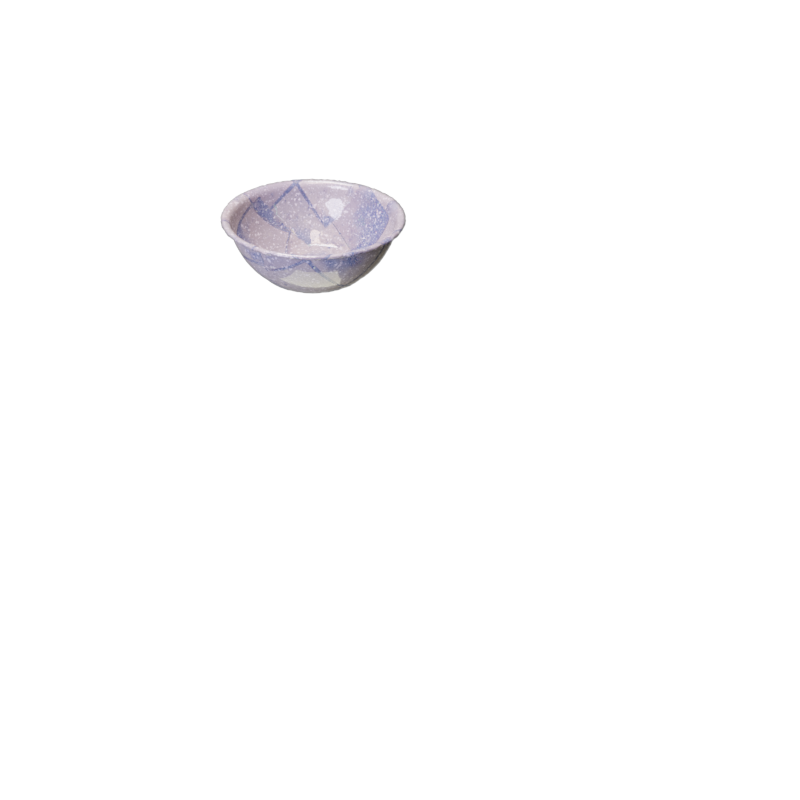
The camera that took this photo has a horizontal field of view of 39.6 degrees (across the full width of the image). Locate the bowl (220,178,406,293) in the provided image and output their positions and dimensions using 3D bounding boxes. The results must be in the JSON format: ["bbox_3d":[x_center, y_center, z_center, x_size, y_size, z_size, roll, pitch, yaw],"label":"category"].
[{"bbox_3d":[-0.077,-0.140,0.979,0.162,0.052,0.173,-1,33,-2],"label":"bowl"}]
